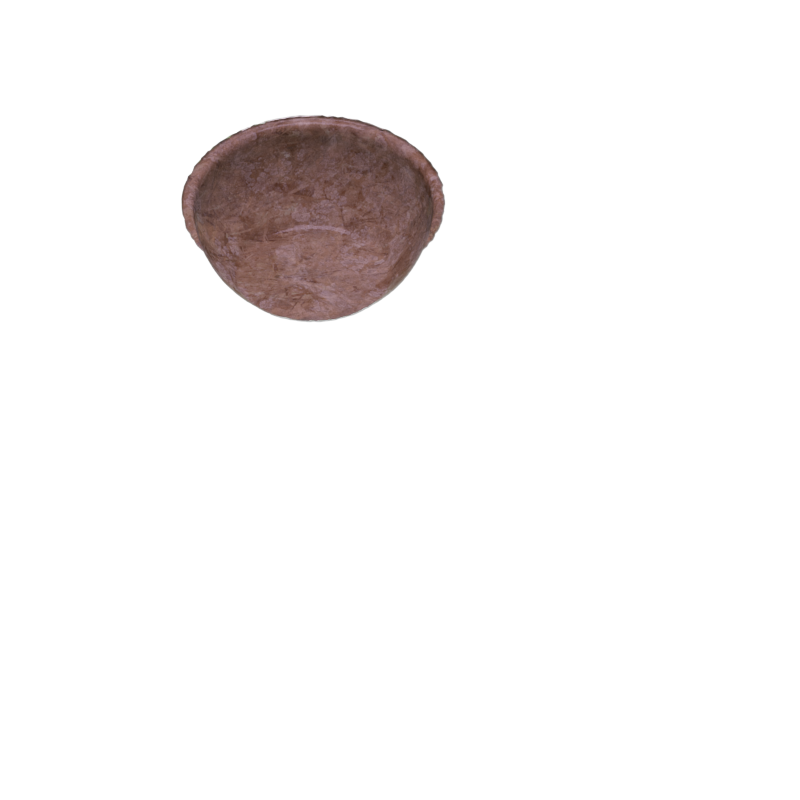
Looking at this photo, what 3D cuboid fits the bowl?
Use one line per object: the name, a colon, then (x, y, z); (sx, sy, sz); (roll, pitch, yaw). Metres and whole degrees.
bowl: (-0.052, -0.095, 0.666); (0.162, 0.059, 0.151); (1, -35, -2)
